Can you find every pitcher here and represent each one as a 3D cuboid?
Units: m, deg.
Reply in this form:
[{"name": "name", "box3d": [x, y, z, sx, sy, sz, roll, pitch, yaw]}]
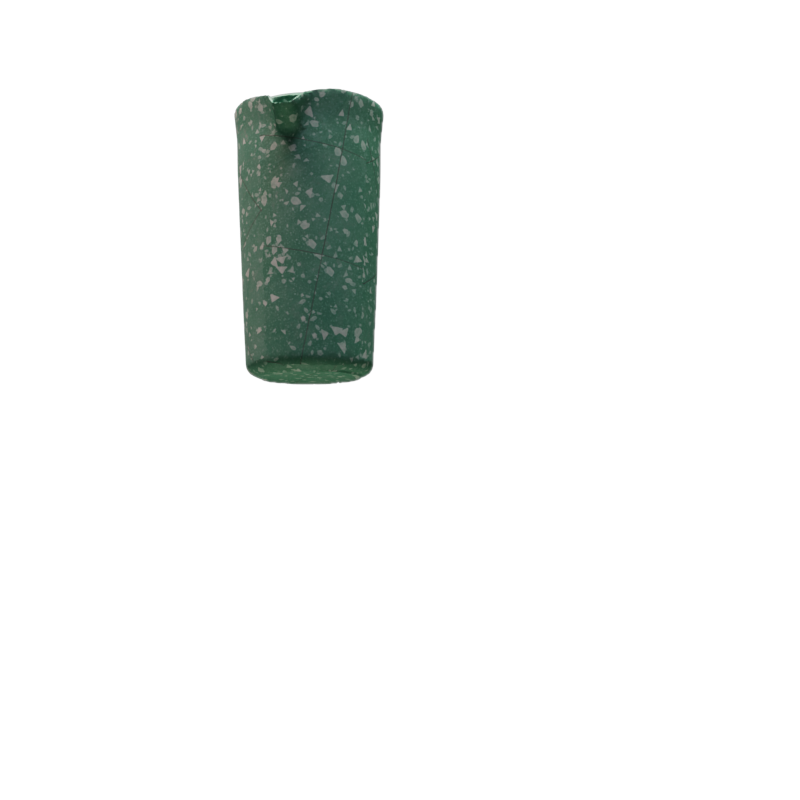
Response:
[{"name": "pitcher", "box3d": [-0.076, -0.139, 0.973, 0.143, 0.251, 0.147, 7, -14, -32]}]
